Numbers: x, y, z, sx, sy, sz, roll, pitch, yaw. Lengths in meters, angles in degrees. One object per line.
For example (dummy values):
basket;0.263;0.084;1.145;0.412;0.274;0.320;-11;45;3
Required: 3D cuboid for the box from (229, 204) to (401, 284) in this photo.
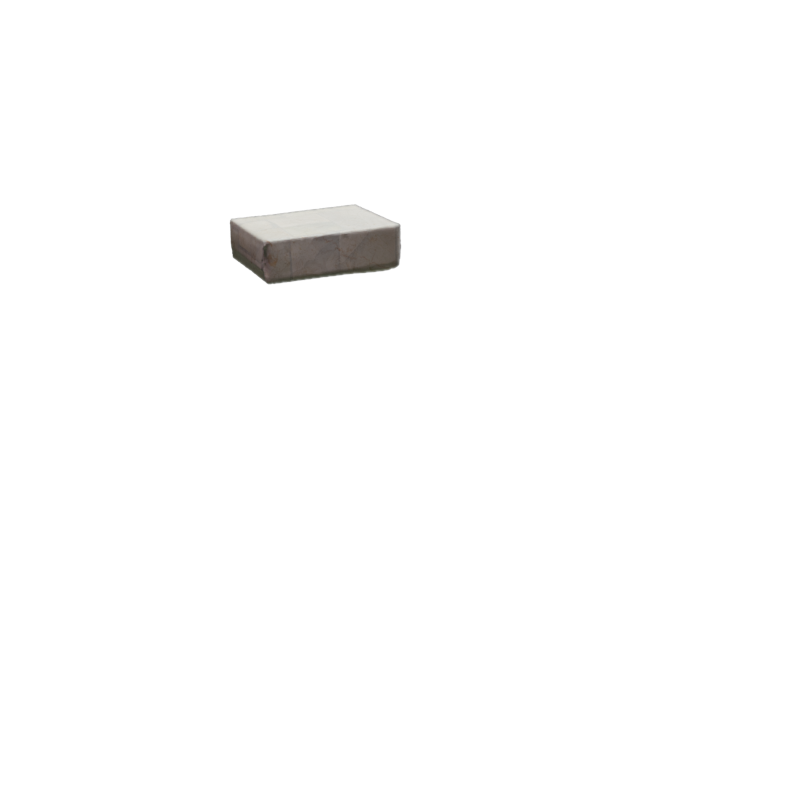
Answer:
box;-0.068;-0.124;0.869;0.111;0.037;0.095;-8;22;-21
